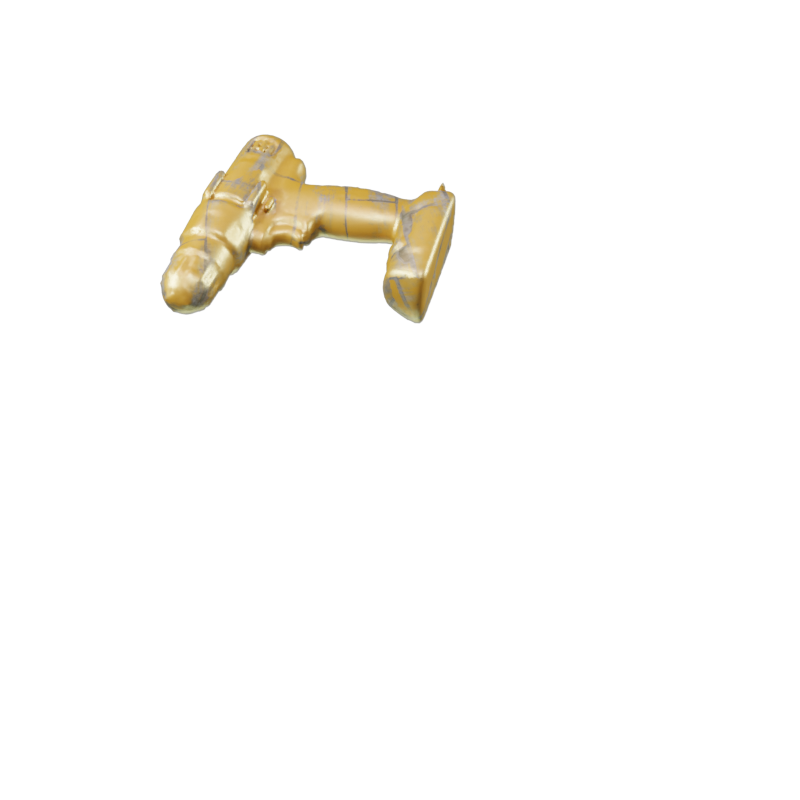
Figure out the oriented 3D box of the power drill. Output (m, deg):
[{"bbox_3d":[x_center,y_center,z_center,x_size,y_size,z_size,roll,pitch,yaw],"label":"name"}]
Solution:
[{"bbox_3d":[-0.064,-0.116,0.814,0.192,0.193,0.053,14,-40,12],"label":"power drill"}]
